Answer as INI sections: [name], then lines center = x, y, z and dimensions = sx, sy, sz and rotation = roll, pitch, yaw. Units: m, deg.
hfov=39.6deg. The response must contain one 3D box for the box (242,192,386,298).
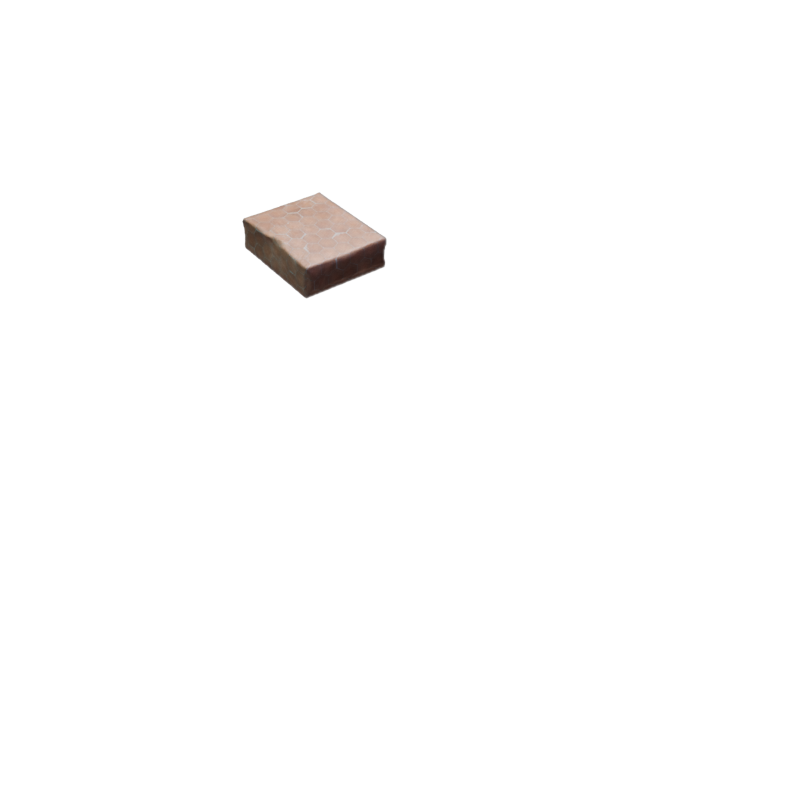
[box]
center = -0.066, -0.120, 0.839
dimensions = 0.072, 0.028, 0.096
rotation = -23, 43, -28
